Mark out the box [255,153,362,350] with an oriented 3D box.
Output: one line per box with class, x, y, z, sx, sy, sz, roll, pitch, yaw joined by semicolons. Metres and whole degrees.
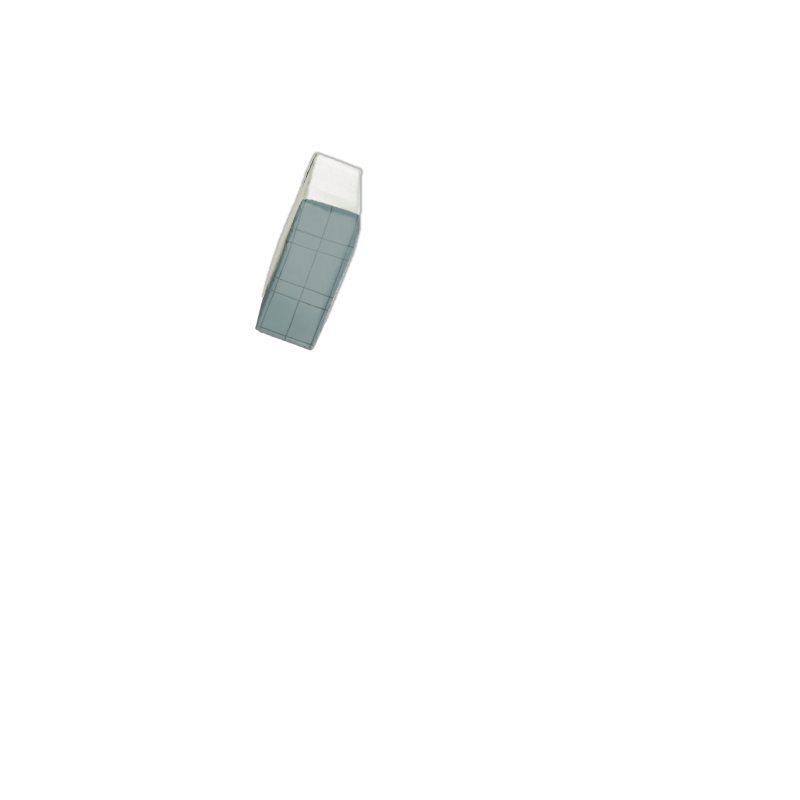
box;-0.060;-0.109;0.765;0.047;0.091;0.184;19;18;-11
